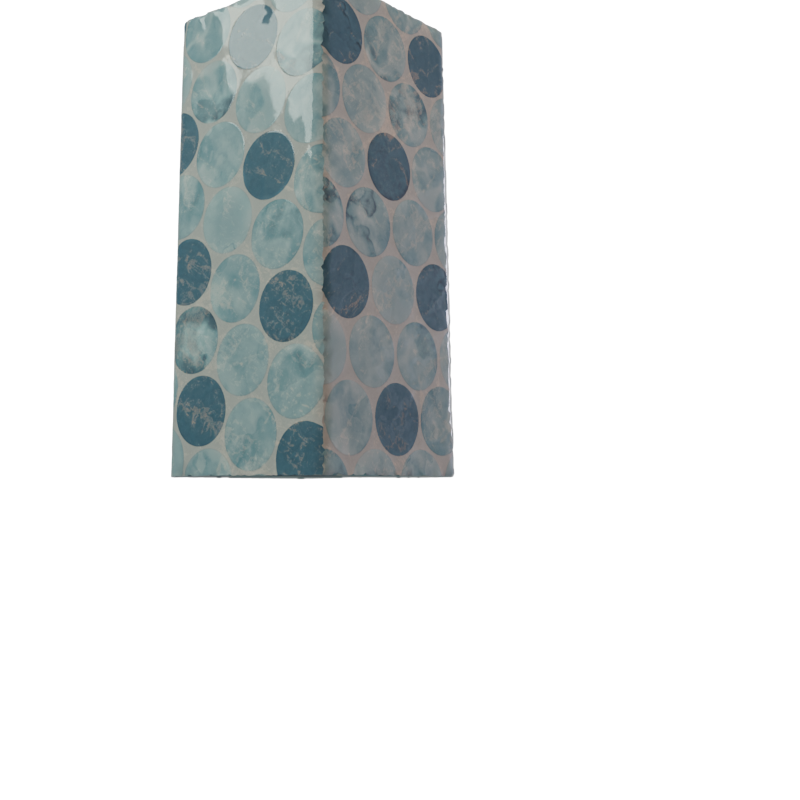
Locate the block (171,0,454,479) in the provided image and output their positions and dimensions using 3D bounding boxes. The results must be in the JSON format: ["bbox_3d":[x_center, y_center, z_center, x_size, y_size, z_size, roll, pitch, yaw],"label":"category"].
[{"bbox_3d":[-0.039,-0.071,0.497,0.092,0.212,0.086,-10,-14,38],"label":"block"}]
